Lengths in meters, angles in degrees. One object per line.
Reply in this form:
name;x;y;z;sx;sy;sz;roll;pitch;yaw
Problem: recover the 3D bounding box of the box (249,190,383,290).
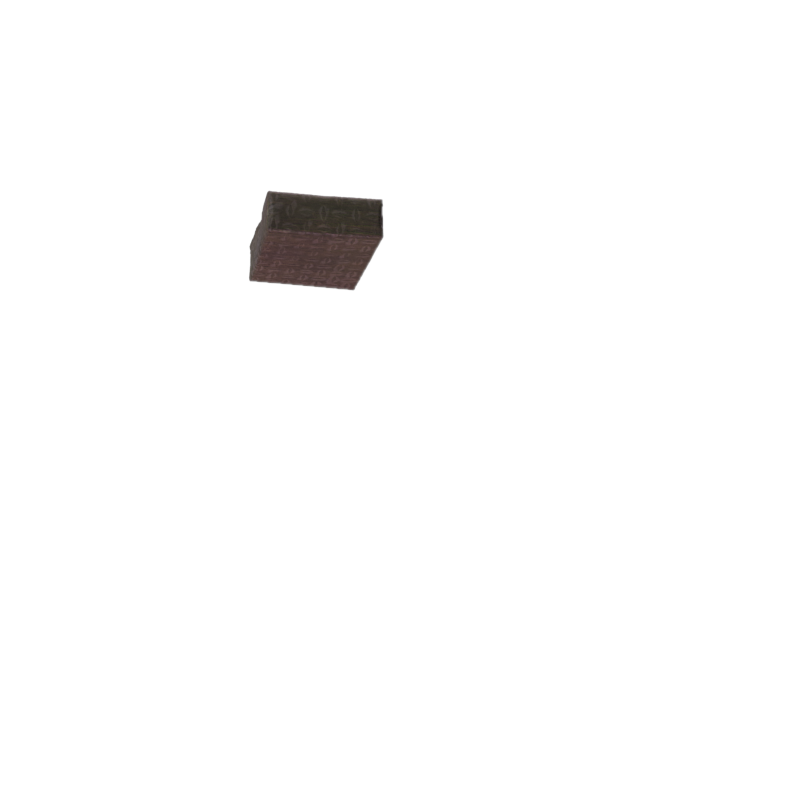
box;-0.056;-0.102;0.713;0.072;0.032;0.086;4;-18;-12
